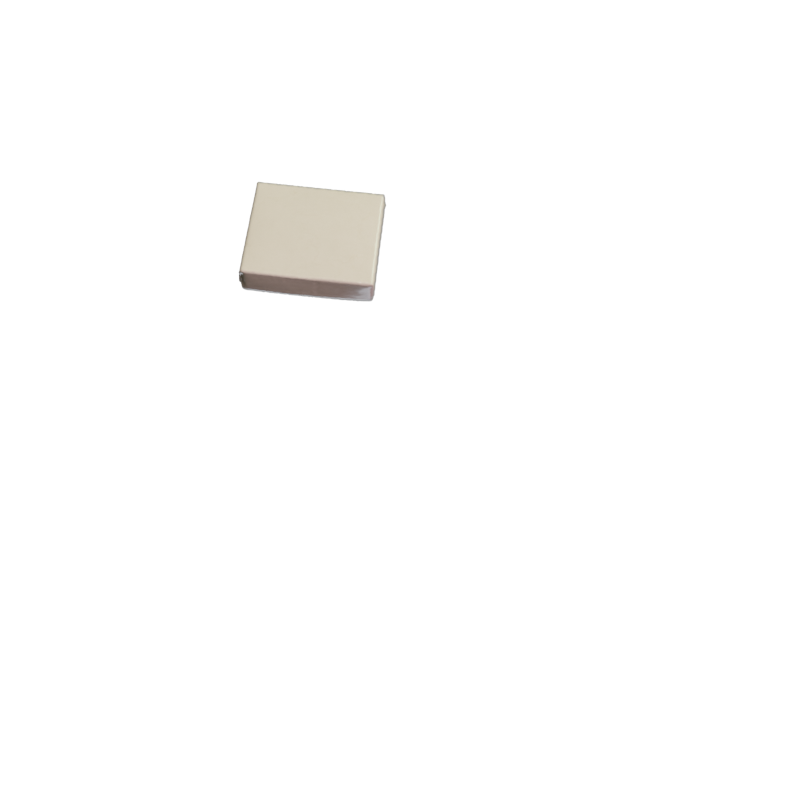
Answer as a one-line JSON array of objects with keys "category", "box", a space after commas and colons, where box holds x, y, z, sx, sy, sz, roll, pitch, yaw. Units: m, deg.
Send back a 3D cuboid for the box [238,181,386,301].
[{"category": "box", "box": [-0.073, -0.133, 0.930, 0.114, 0.095, 0.037, 6, -28, 3]}]
